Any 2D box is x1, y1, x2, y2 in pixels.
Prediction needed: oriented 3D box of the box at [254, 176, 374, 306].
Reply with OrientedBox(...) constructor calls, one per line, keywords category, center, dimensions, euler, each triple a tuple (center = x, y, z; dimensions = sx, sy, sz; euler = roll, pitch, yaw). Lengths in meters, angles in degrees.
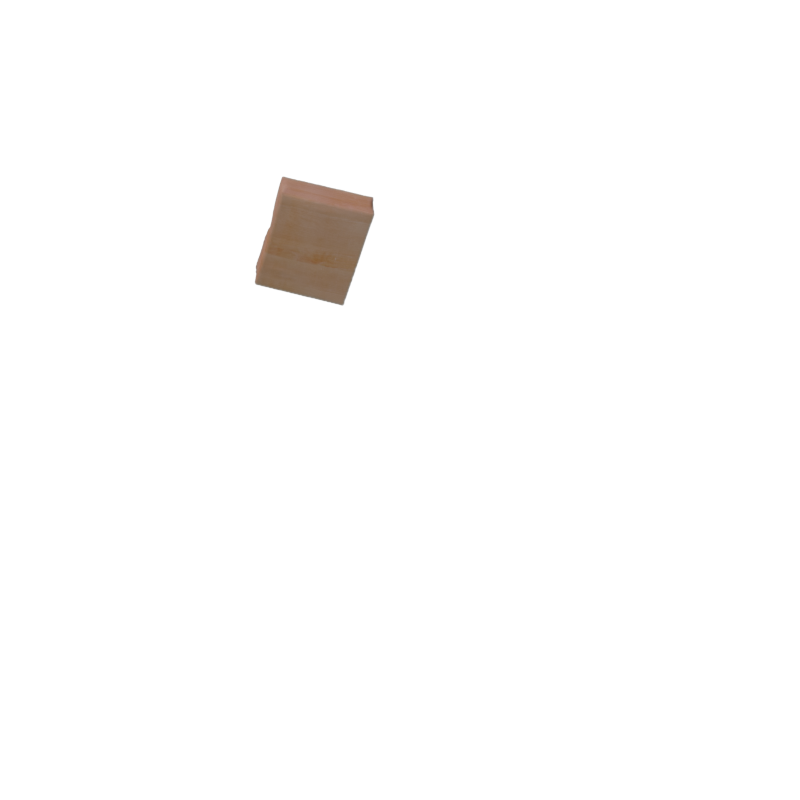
OrientedBox(category="box", center=(-0.067, -0.122, 0.857), dimensions=(0.072, 0.085, 0.032), euler=(13, 33, -10))
